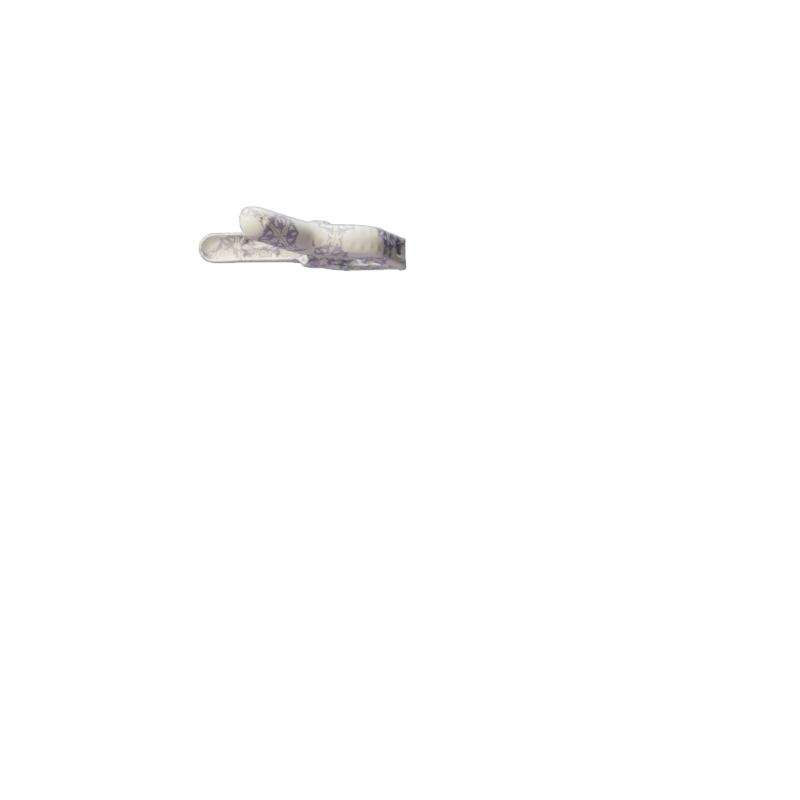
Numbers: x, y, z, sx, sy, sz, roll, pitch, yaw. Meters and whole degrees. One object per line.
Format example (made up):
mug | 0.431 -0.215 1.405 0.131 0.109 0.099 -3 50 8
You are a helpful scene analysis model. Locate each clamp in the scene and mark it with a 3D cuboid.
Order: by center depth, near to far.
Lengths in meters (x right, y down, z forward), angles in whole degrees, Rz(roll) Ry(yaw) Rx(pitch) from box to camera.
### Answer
clamp | -0.070 -0.127 0.892 0.168 0.039 0.122 0 1 -15
